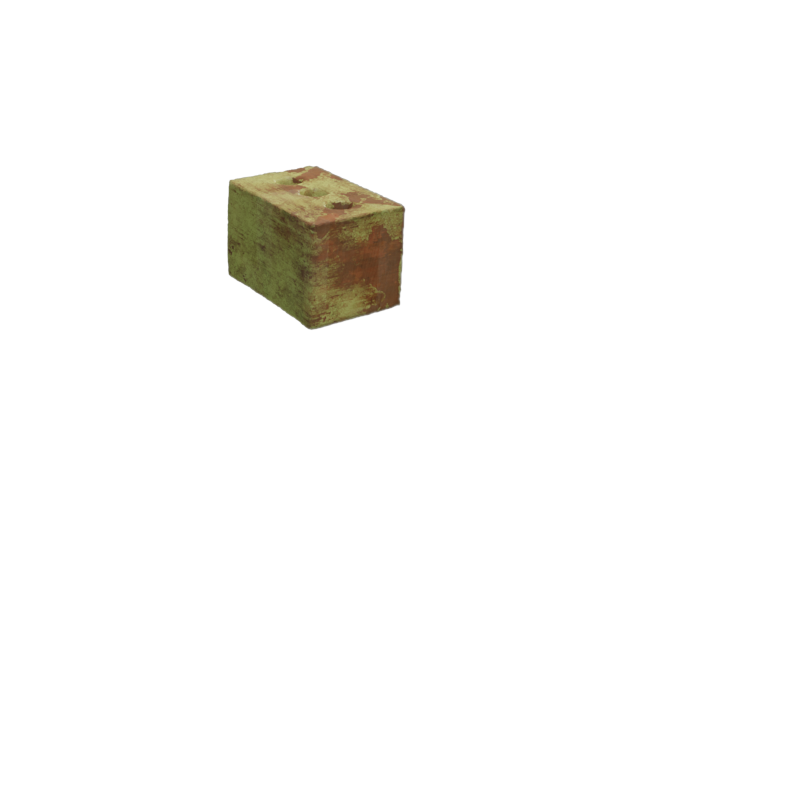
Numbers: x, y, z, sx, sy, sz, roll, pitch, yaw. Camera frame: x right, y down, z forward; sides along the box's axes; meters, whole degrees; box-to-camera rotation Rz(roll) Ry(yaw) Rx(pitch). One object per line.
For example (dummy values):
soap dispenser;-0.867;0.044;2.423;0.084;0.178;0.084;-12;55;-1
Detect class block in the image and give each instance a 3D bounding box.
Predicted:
block;-0.041;-0.075;0.525;0.052;0.049;0.083;-16;30;-32
